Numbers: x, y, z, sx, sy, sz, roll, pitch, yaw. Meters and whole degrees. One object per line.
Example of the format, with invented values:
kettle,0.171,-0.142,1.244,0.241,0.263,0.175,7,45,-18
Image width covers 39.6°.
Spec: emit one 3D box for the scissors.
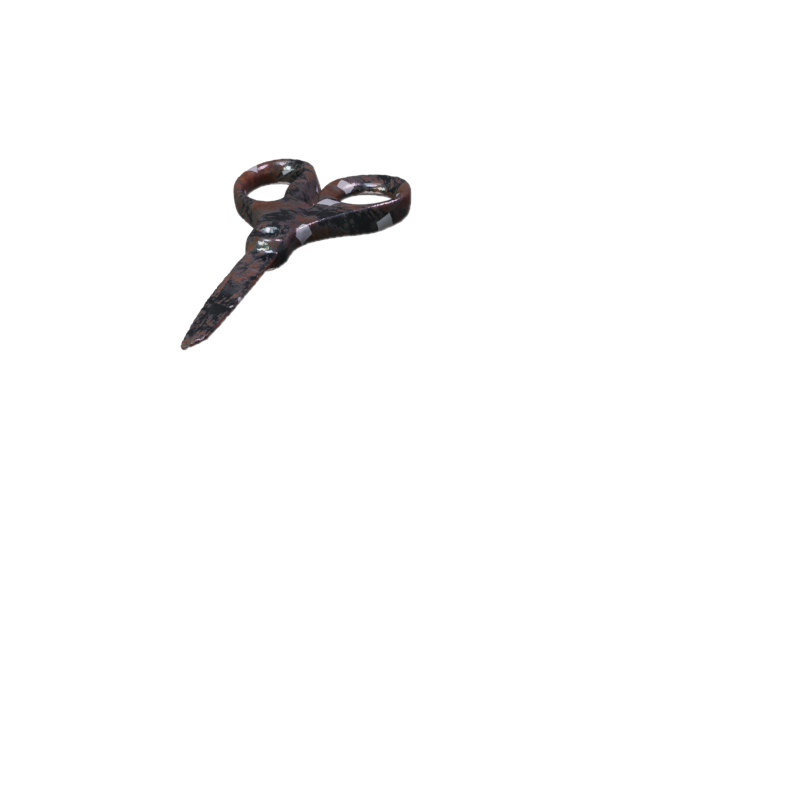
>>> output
scissors,-0.038,-0.070,0.488,0.096,0.015,0.214,-2,29,-3
